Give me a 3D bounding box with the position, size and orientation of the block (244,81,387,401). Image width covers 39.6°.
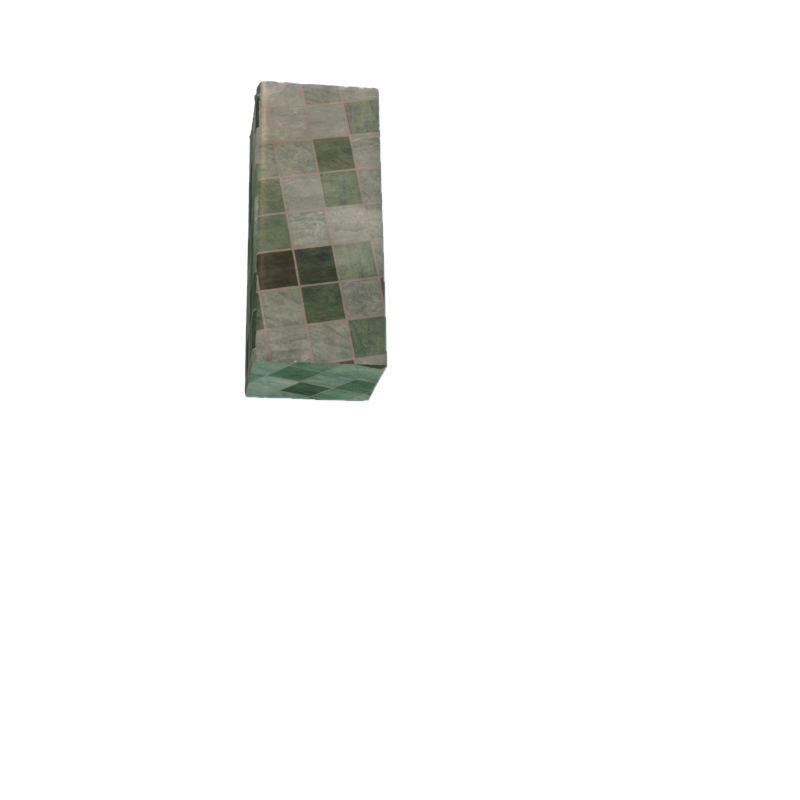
[{"bbox_3d":[-0.062,-0.112,0.785,0.089,0.217,0.087,2,-22,-9],"label":"block"}]
